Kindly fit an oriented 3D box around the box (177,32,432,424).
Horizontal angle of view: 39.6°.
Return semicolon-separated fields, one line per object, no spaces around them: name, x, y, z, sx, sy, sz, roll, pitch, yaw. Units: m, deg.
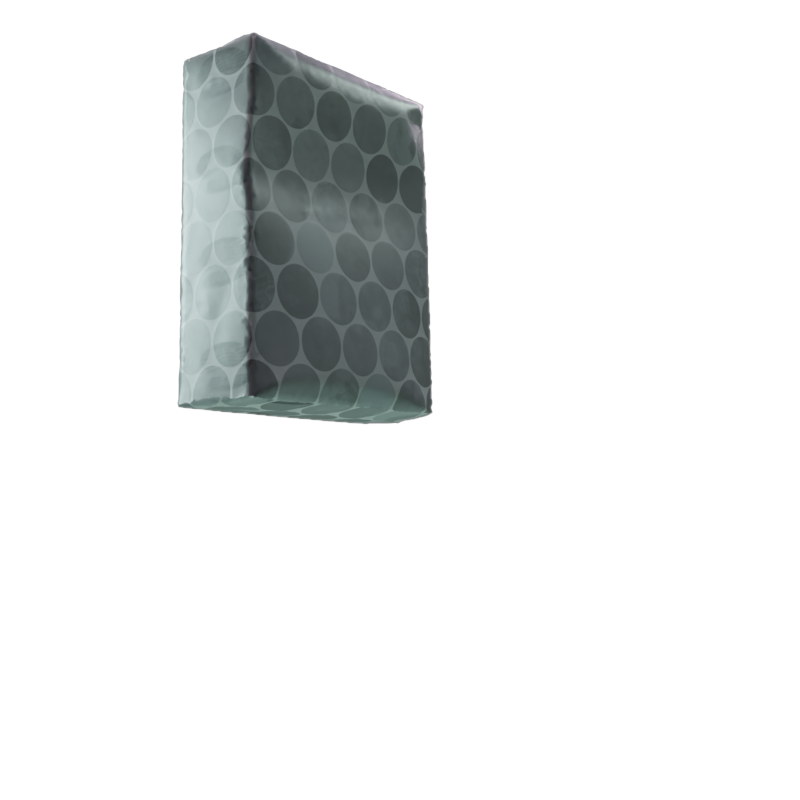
box;-0.054;-0.098;0.685;0.073;0.221;0.155;-12;-16;40
